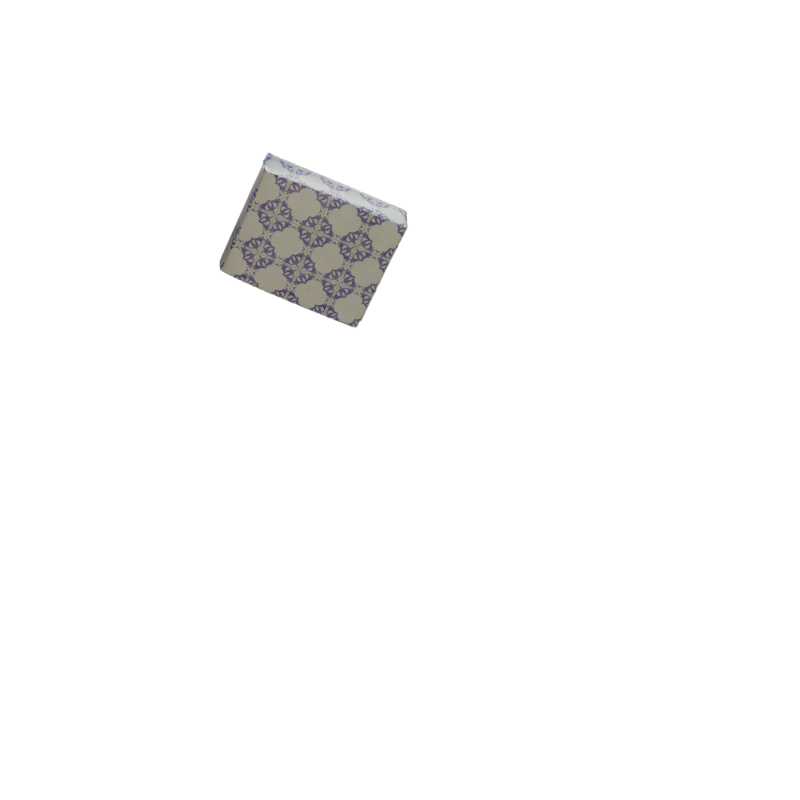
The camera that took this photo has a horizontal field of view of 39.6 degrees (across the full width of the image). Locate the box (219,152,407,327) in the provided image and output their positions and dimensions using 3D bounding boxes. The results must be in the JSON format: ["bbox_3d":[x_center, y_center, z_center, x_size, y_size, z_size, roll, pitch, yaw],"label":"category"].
[{"bbox_3d":[-0.063,-0.114,0.801,0.111,0.087,0.041,22,23,-11],"label":"box"}]
